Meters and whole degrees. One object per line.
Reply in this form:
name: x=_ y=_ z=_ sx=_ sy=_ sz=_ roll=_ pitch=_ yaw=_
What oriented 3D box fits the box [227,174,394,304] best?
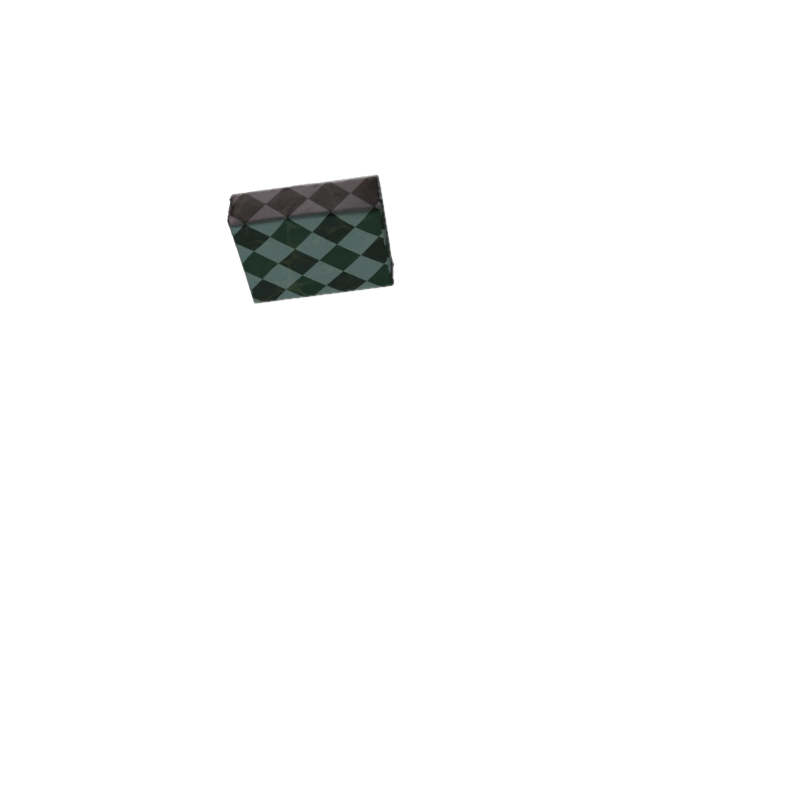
box: x=-0.065 y=-0.118 z=0.829 sx=0.114 sy=0.042 sz=0.083 roll=-5 pitch=-37 yaw=6
